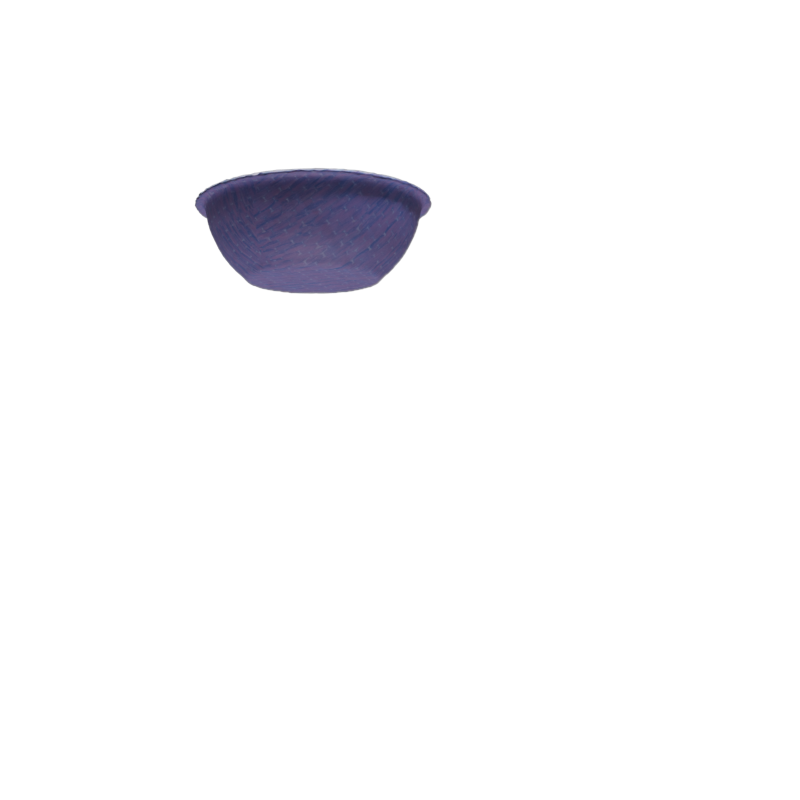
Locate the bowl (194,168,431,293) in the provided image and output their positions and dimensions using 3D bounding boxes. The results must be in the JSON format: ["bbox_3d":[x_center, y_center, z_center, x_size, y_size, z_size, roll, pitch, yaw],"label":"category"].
[{"bbox_3d":[-0.059,-0.108,0.753,0.162,0.056,0.158,0,-7,-2],"label":"bowl"}]
